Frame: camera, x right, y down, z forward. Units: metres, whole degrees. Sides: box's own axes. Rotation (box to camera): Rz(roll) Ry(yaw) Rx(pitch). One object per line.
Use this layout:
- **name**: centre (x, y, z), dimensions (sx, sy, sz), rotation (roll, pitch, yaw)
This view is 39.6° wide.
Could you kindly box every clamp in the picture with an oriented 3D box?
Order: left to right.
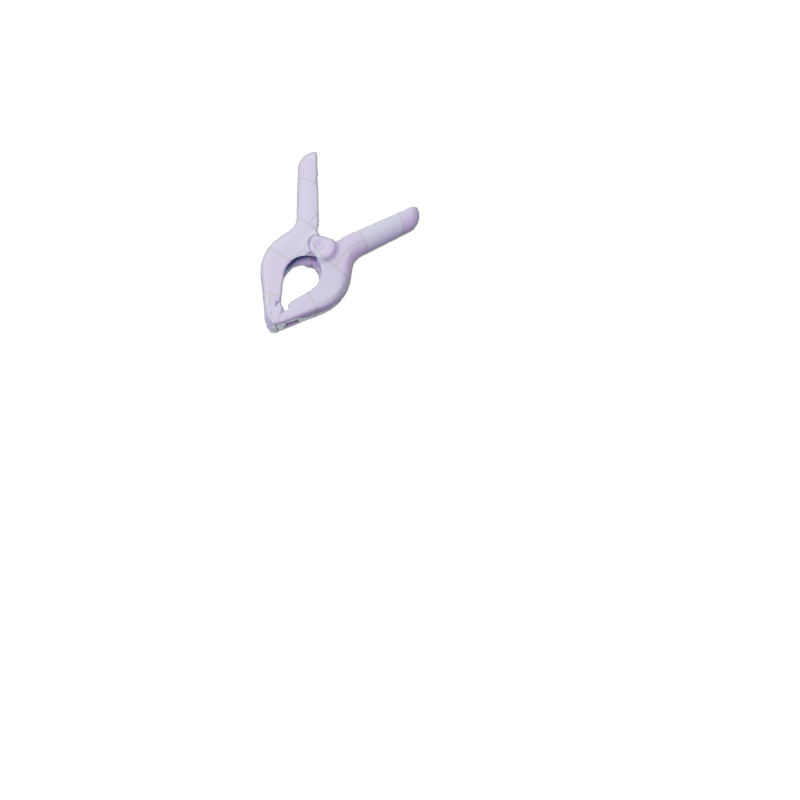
- **clamp**: centre (-0.077, -0.140, 0.982), dimensions (0.125, 0.175, 0.037), rotation (34, -23, 16)
